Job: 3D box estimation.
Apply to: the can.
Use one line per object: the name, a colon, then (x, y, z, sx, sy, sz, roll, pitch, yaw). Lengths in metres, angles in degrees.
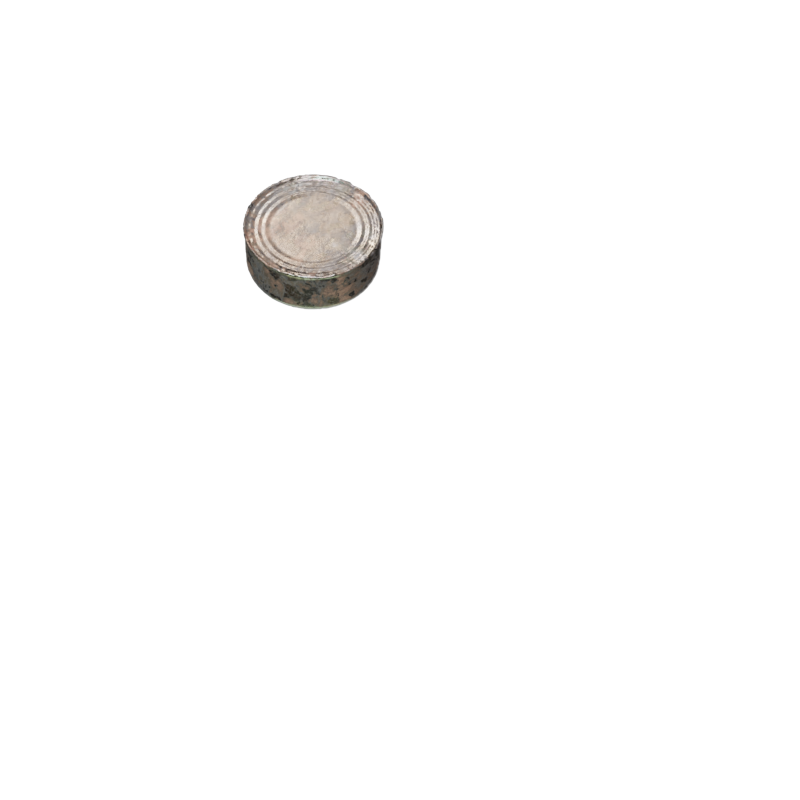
can: (-0.054, -0.098, 0.688, 0.086, 0.092, 0.031, -1, -39, -1)
